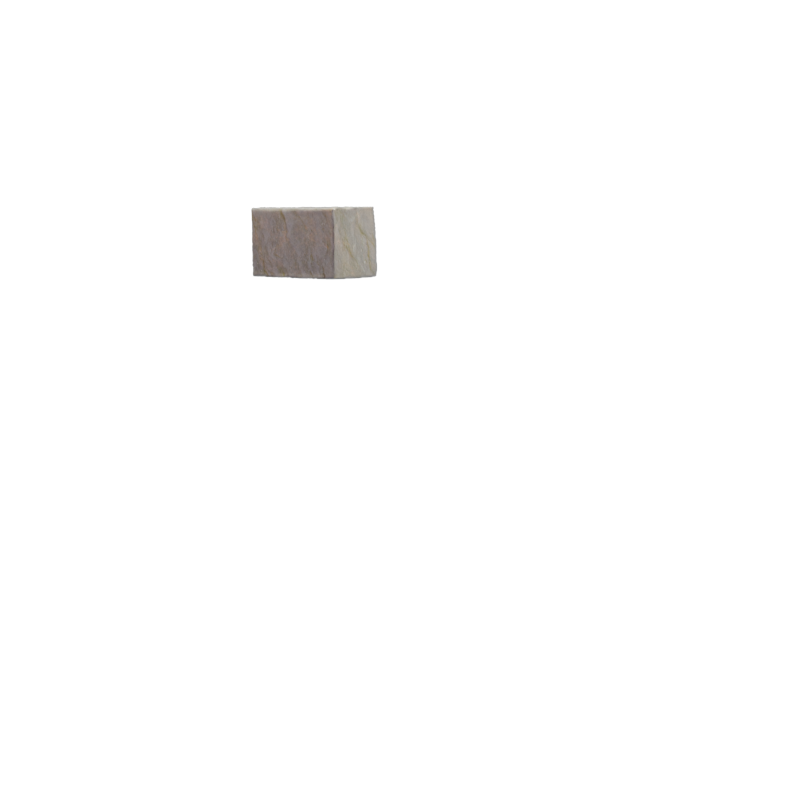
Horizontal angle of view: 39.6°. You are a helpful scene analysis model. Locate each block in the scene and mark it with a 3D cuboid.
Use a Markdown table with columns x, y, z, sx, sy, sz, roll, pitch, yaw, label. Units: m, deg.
| x | y | z | sx | sy | sz | roll | pitch | yaw | label |
| --- | --- | --- | --- | --- | --- | --- | --- | --- | --- |
| -0.063 | -0.115 | 0.806 | 0.081 | 0.051 | 0.051 | 5 | 7 | 35 | block |
